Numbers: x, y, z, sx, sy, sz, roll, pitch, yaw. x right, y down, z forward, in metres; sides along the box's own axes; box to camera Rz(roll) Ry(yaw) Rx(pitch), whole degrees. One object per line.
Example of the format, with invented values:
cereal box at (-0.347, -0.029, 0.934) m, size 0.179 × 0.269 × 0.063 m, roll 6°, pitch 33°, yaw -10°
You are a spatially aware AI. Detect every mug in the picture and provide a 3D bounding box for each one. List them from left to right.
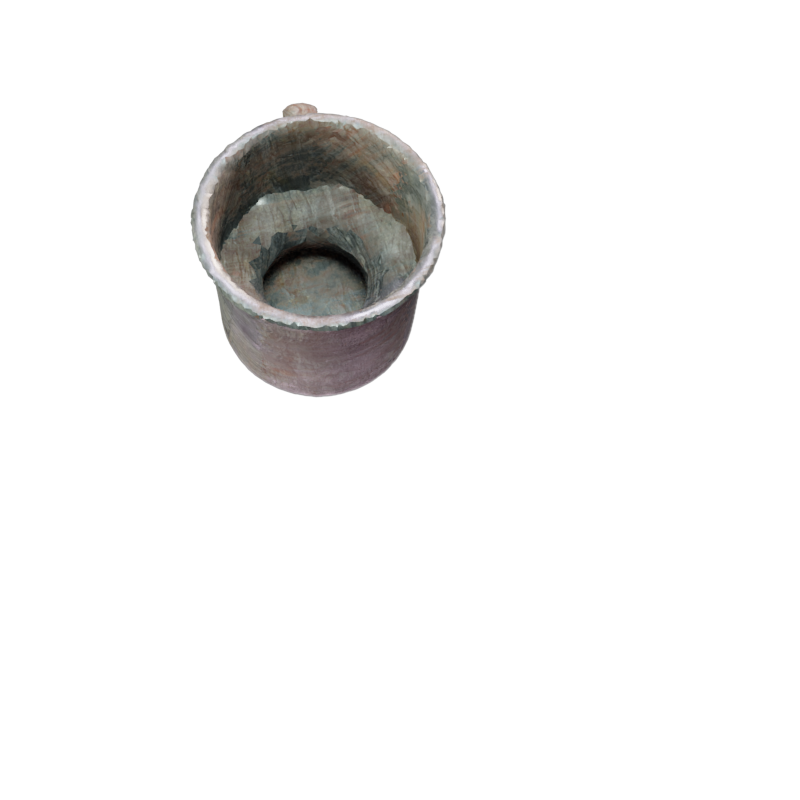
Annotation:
mug at (-0.035, -0.063, 0.444) m, size 0.093 × 0.125 × 0.077 m, roll -9°, pitch -27°, yaw -6°
